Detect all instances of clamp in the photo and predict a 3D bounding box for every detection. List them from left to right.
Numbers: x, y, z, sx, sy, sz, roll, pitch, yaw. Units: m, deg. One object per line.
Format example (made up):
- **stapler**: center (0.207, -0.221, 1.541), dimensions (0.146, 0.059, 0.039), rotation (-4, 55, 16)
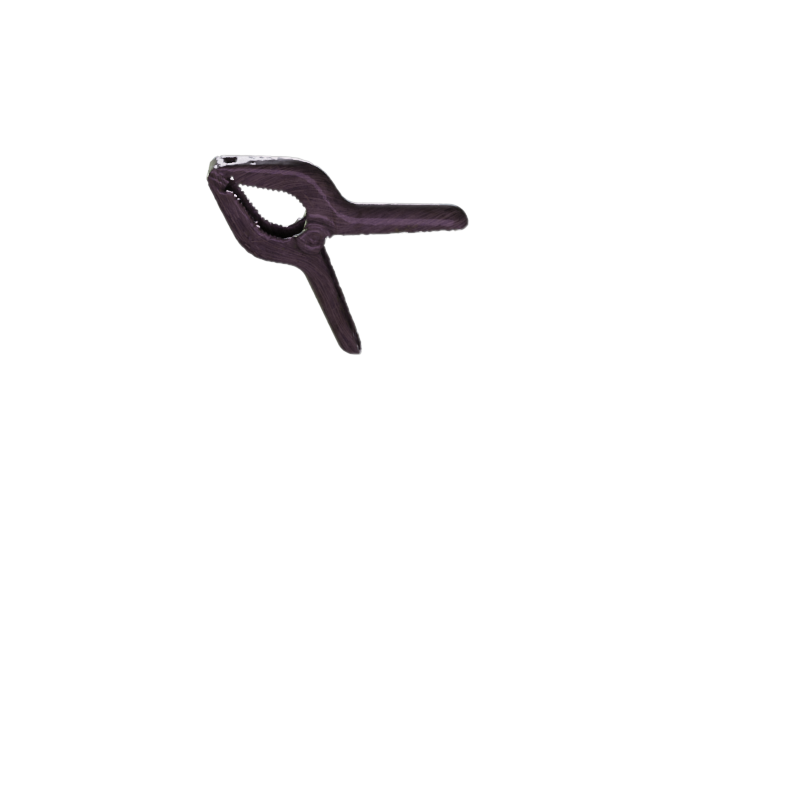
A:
- **clamp**: center (-0.072, -0.131, 0.920), dimensions (0.204, 0.159, 0.039), rotation (25, 26, -13)
